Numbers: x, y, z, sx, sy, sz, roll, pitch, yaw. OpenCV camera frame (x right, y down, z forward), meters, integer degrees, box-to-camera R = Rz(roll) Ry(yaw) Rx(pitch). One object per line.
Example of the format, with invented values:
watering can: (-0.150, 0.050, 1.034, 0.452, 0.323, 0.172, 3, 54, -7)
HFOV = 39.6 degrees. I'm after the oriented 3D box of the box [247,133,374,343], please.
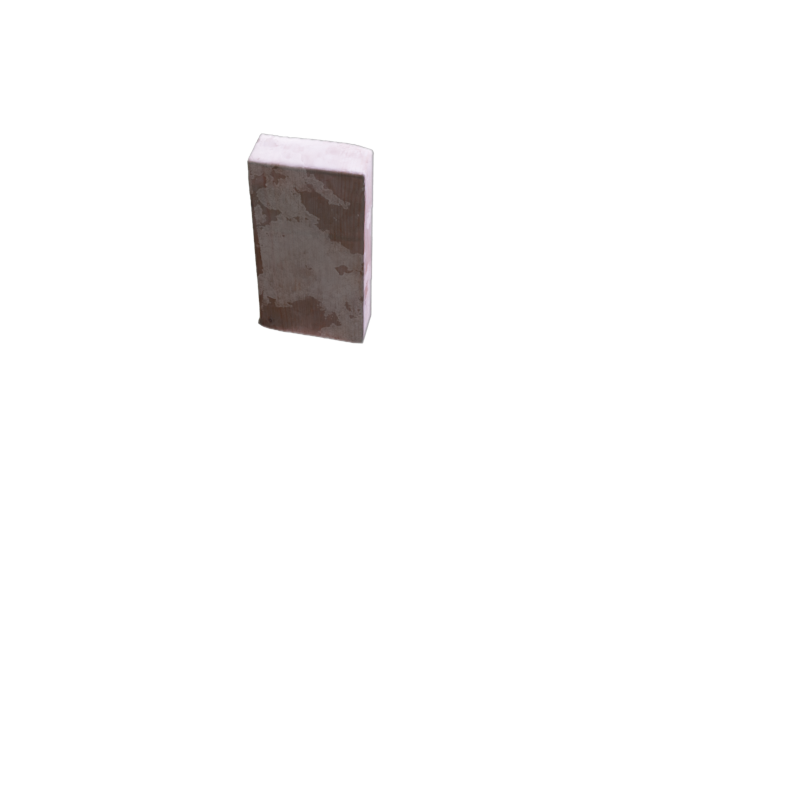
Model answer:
box: (-0.069, -0.127, 0.889, 0.095, 0.164, 0.051, 10, 42, 8)
